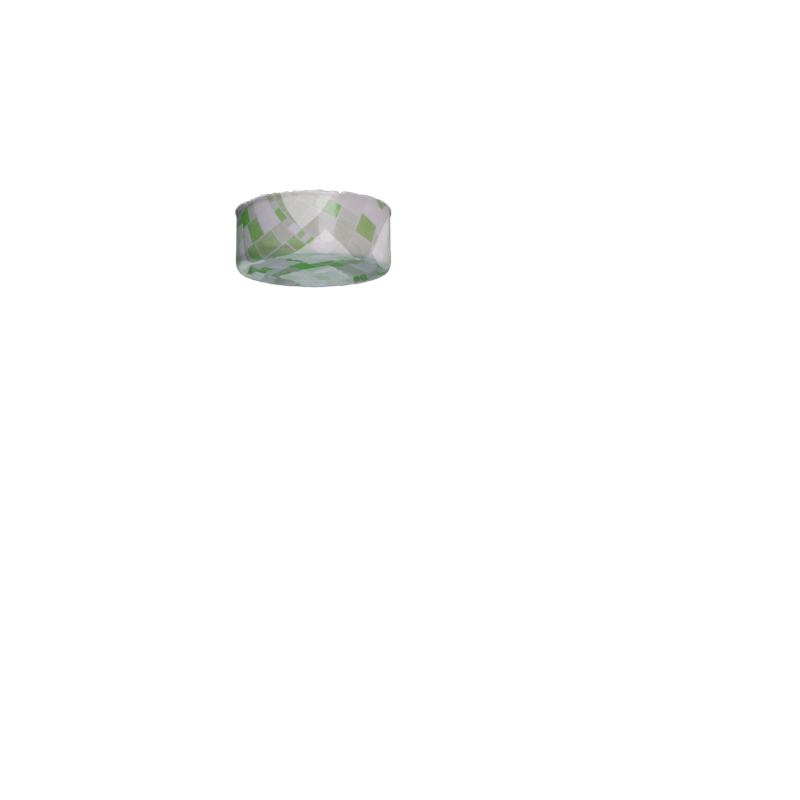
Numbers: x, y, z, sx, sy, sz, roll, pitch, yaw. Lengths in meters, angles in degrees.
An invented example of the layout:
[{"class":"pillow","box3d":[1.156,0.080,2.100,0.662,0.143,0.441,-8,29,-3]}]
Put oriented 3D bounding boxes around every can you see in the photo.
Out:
[{"class":"can","box3d":[-0.047,-0.086,0.604,0.086,0.035,0.084,0,-8,-2]}]
